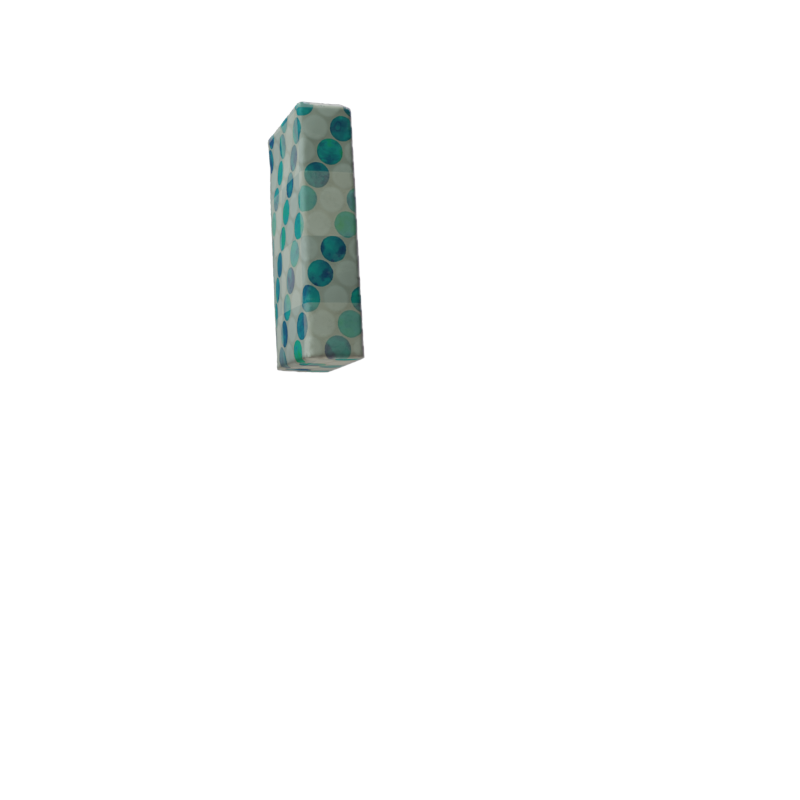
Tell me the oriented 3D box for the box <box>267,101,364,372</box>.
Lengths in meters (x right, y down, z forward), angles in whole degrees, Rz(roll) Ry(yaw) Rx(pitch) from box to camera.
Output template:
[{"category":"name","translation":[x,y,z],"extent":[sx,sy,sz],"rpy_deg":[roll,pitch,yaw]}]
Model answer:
[{"category":"box","translation":[-0.061,-0.111,0.779],"extent":[0.047,0.181,0.093],"rpy_deg":[3,-11,-19]}]
